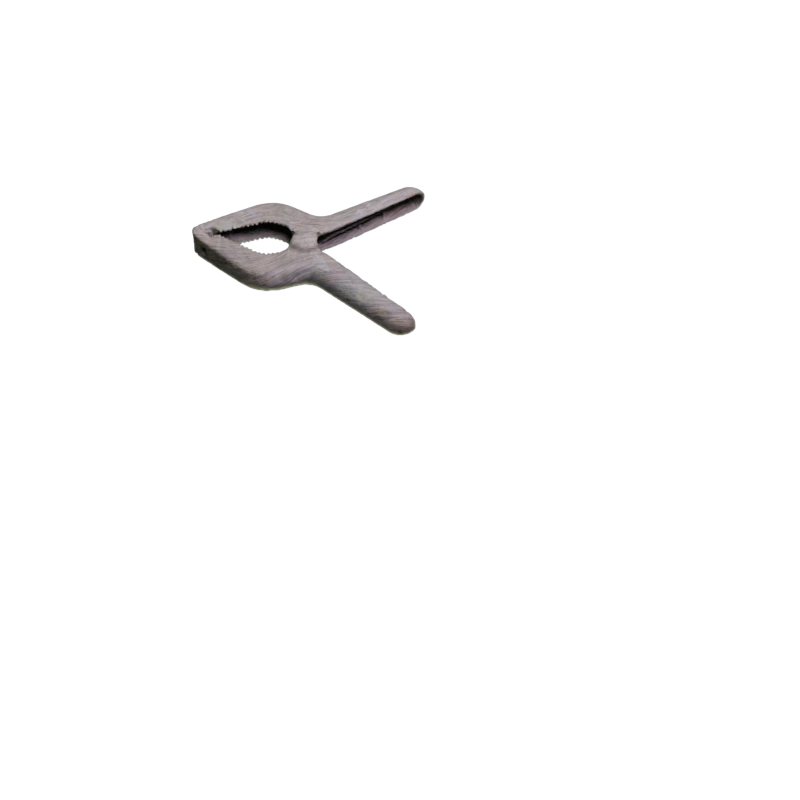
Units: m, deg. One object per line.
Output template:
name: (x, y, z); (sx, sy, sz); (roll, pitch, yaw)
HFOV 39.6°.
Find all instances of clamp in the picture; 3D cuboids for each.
clamp: (-0.077, -0.141, 0.985); (0.213, 0.174, 0.034); (10, -40, 8)
